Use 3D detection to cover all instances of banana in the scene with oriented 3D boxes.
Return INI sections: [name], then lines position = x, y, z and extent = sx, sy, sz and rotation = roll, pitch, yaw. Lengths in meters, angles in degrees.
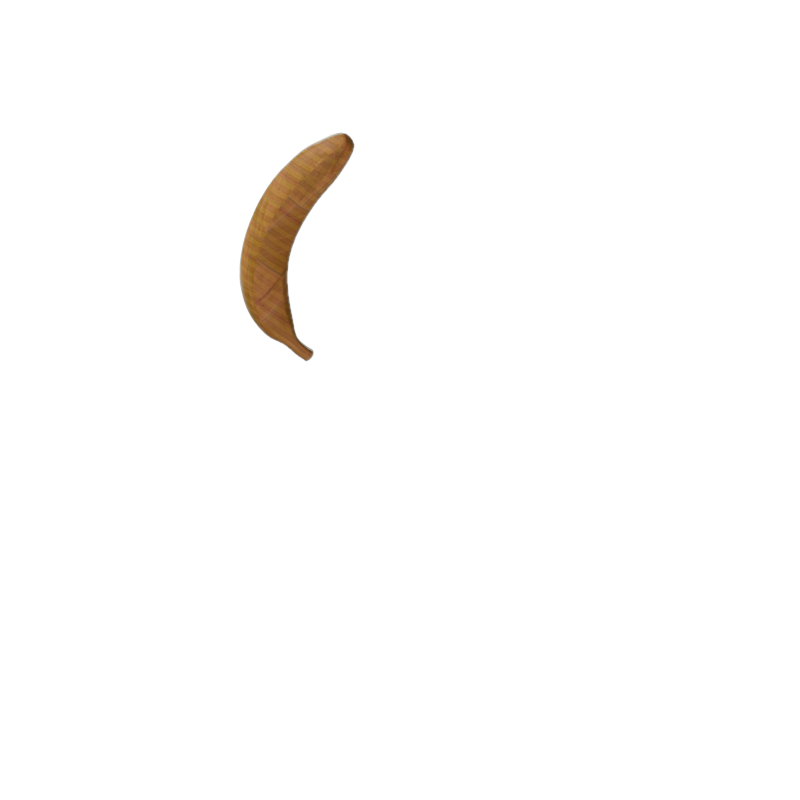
[banana]
position = -0.085, -0.120, 0.848
extent = 0.069, 0.187, 0.039
rotation = 9, 33, -7
